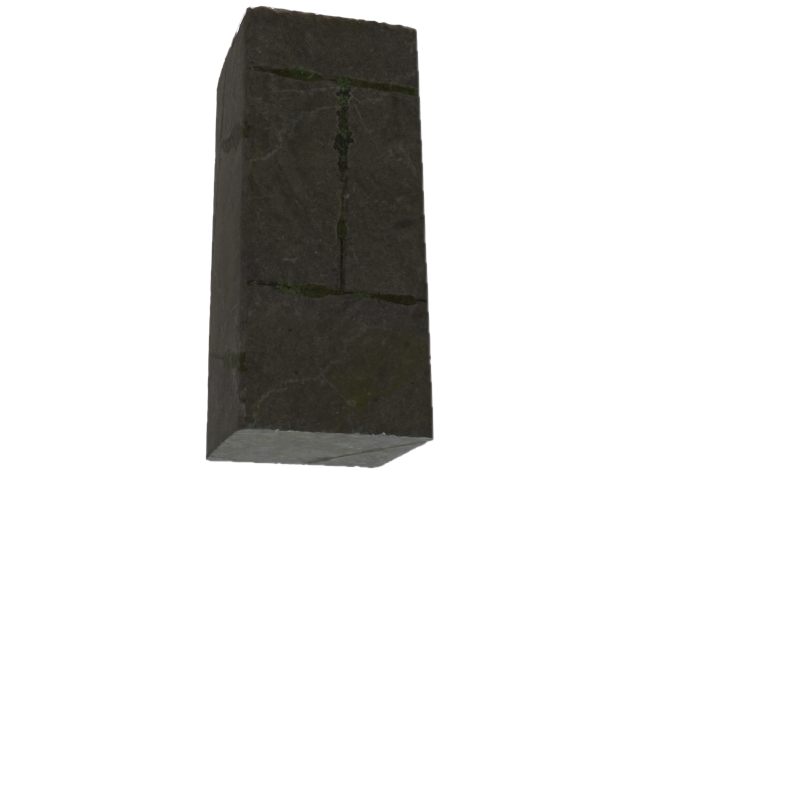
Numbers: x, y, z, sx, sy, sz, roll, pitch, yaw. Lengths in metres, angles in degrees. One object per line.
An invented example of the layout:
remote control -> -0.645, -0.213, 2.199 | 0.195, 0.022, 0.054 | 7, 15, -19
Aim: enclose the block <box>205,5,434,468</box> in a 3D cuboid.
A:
block -> -0.043, -0.079, 0.548 | 0.089, 0.216, 0.088 | 4, -19, -16
